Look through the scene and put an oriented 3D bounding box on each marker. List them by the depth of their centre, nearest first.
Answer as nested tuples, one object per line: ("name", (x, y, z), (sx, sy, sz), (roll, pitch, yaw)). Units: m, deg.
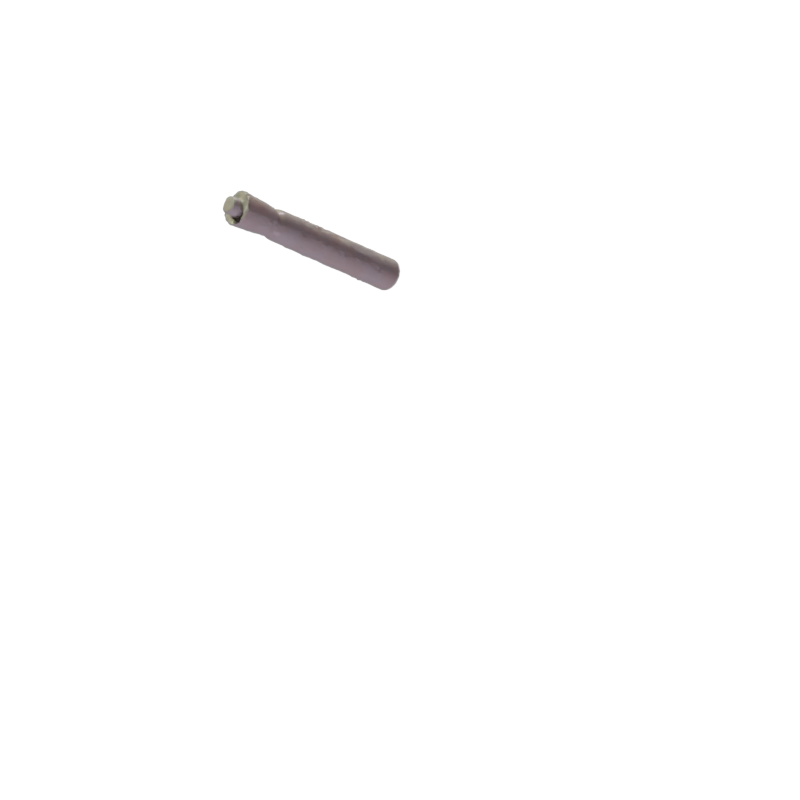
("marker", (-0.047, -0.085, 0.596), (0.114, 0.020, 0.021), (19, -10, -42))
